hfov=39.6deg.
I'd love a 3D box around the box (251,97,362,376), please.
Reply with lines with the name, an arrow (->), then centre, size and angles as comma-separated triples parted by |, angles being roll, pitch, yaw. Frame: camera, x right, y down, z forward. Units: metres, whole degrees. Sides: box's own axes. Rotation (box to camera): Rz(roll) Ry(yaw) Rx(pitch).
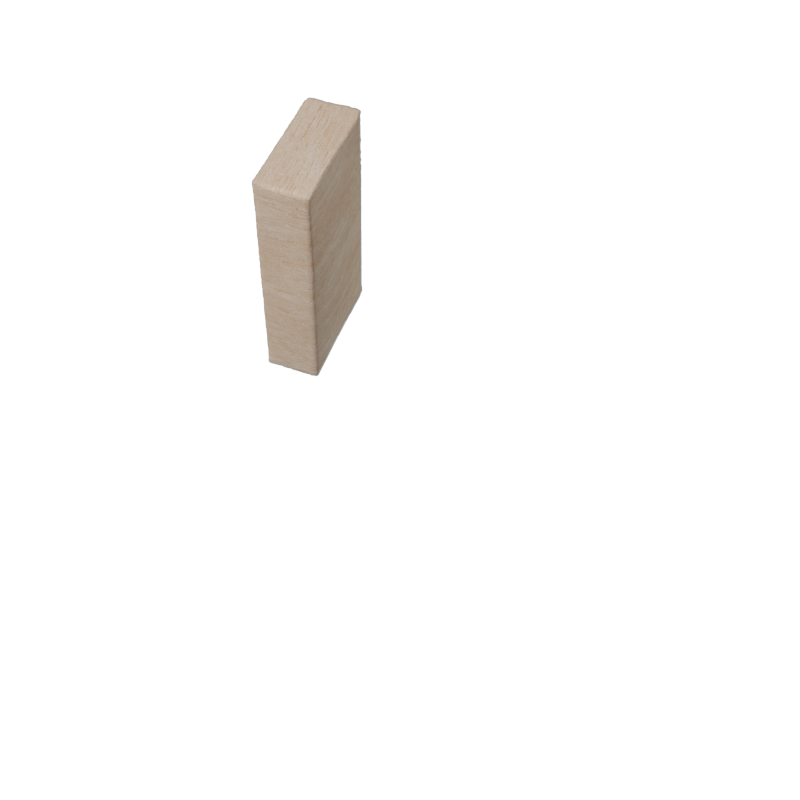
box -> -0.059, -0.108, 0.759 | 0.049, 0.098, 0.164 | 17, -38, 10
